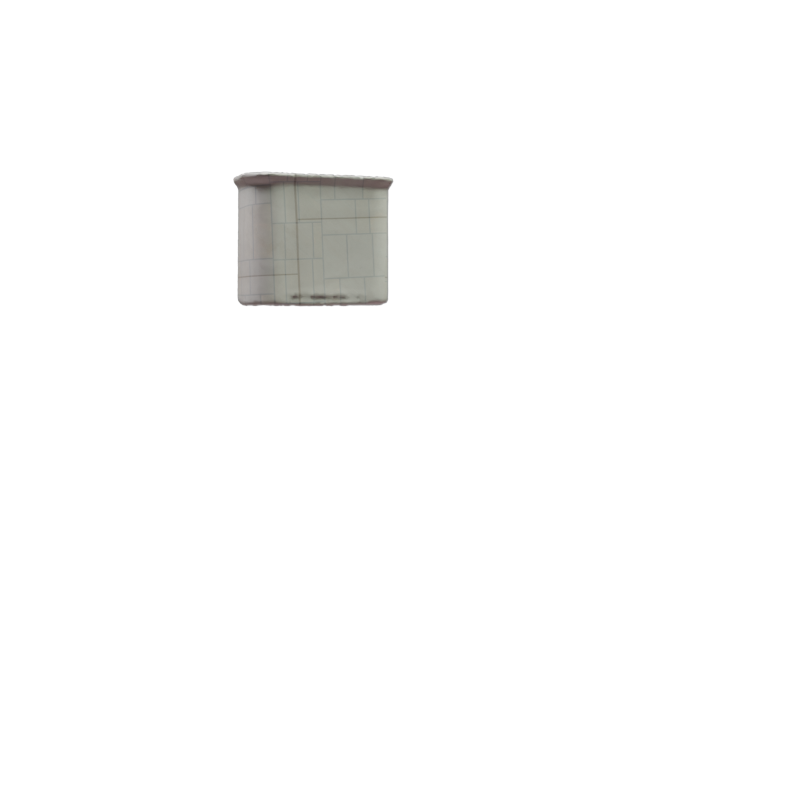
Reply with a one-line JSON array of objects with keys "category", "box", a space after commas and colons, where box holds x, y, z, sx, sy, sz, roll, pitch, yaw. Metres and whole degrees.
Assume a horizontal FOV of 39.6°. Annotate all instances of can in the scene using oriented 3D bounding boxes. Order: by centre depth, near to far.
[{"category": "can", "box": [-0.057, -0.103, 0.723, 0.099, 0.084, 0.059, -1, 0, -20]}]
